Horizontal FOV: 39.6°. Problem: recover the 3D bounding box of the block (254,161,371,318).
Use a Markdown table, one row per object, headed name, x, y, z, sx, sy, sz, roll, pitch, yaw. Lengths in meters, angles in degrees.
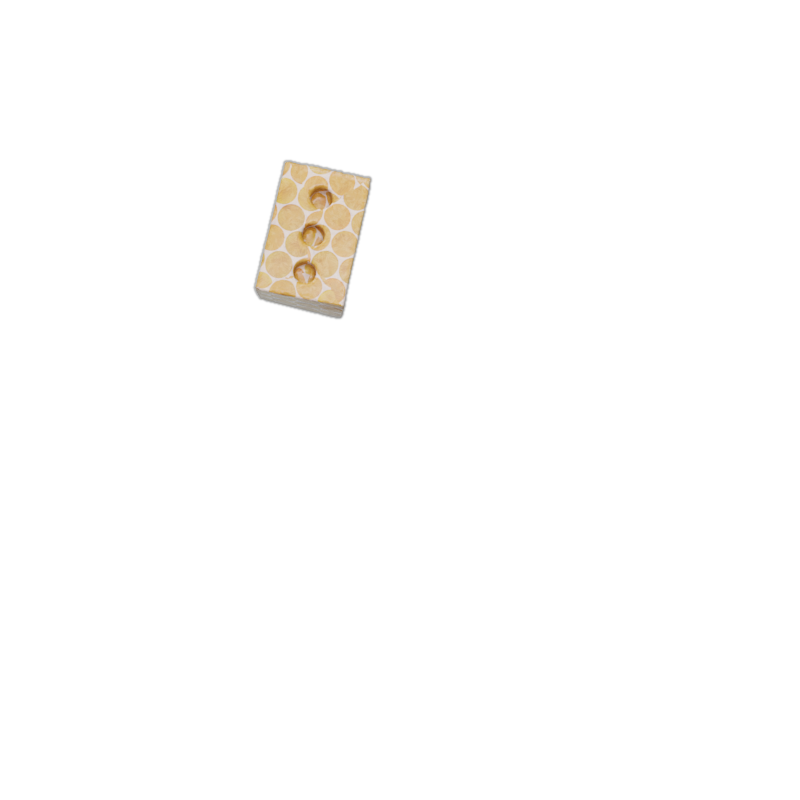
| name | x | y | z | sx | sy | sz | roll | pitch | yaw |
| --- | --- | --- | --- | --- | --- | --- | --- | --- | --- |
| block | -0.051 | -0.093 | 0.650 | 0.053 | 0.079 | 0.050 | 12 | -7 | -1 |
